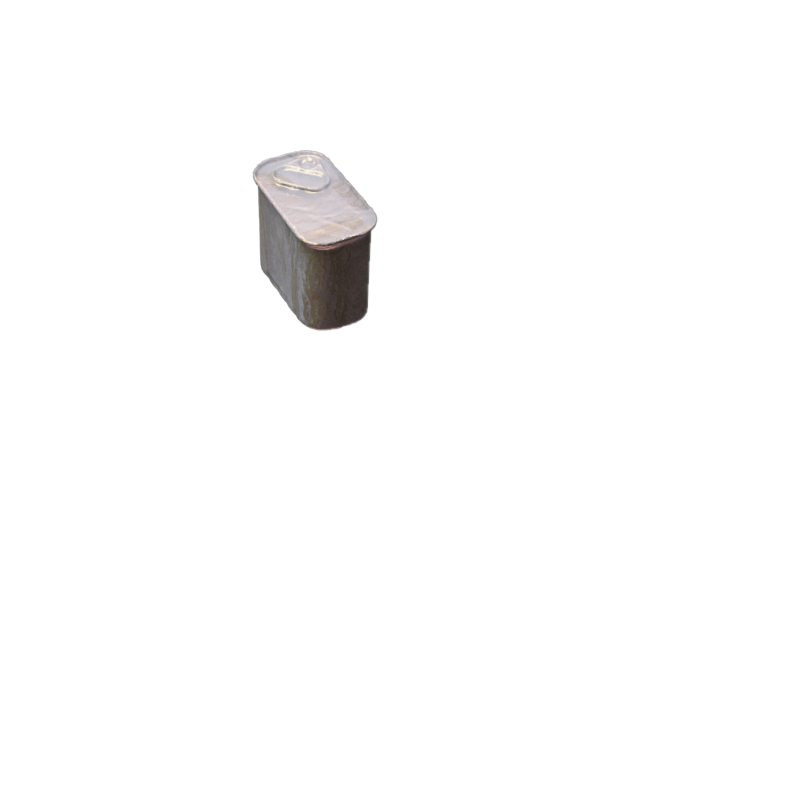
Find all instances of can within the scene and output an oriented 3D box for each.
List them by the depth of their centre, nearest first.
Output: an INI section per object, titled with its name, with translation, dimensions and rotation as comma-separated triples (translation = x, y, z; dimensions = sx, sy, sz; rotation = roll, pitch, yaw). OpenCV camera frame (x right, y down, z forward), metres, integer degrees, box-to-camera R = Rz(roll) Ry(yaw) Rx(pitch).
[can]
translation = -0.060, -0.110, 0.768
dimensions = 0.057, 0.078, 0.110
rotation = -19, 48, -21
